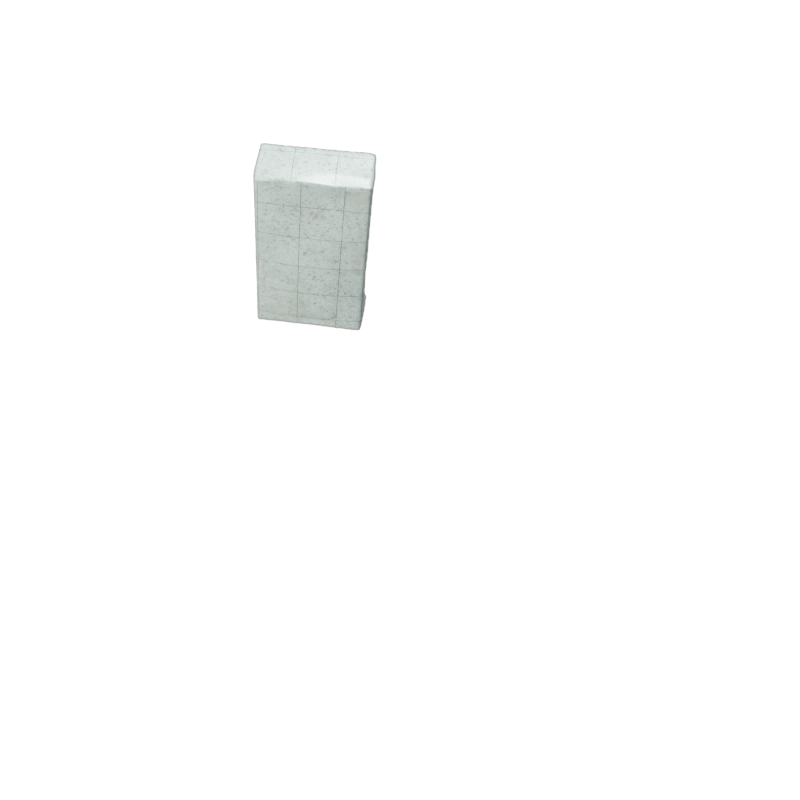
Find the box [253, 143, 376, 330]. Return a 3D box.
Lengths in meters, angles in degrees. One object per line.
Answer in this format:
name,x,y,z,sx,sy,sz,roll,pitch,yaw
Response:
box,-0.071,-0.129,0.906,0.094,0.051,0.165,7,-34,1
